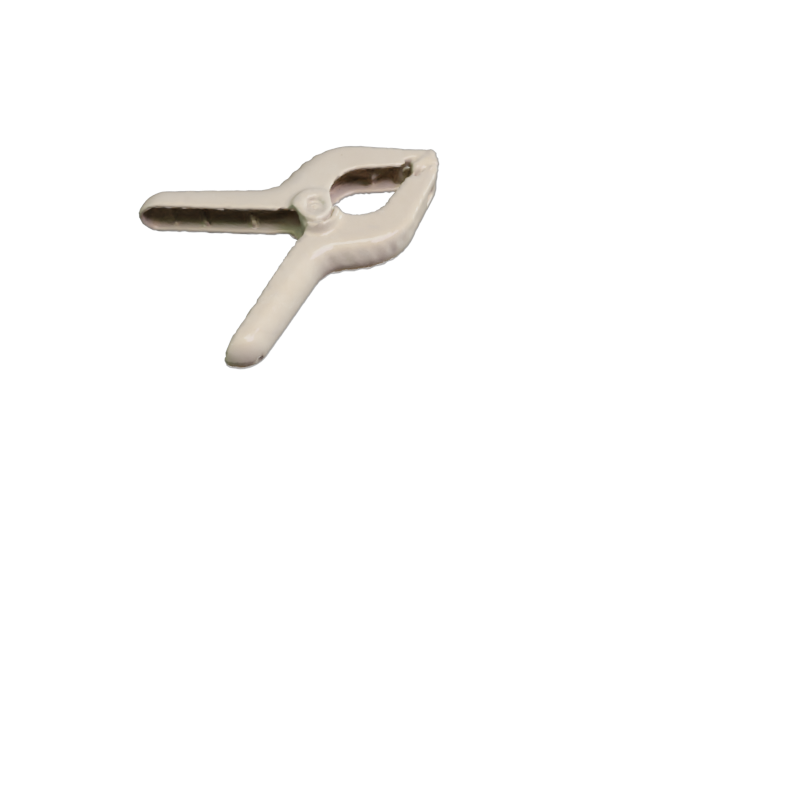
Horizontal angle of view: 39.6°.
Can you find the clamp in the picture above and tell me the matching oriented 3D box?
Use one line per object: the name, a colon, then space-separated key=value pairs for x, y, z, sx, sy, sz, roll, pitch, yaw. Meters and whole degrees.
clamp: x=-0.048 y=-0.088 z=0.616 sx=0.170 sy=0.128 sz=0.037 roll=-20 pitch=-25 yaw=-10
